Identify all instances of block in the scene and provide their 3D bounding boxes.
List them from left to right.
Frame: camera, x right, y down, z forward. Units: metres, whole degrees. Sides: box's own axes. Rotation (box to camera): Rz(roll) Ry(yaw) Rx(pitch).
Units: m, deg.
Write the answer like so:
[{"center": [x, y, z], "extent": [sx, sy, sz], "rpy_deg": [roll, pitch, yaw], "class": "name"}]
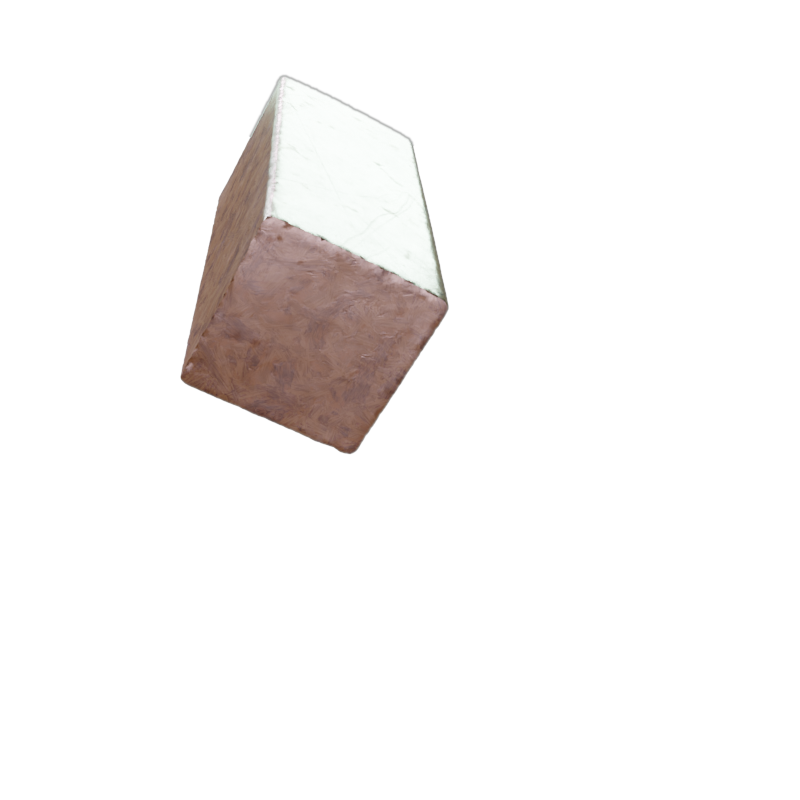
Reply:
[{"center": [-0.044, -0.081, 0.568], "extent": [0.087, 0.088, 0.219], "rpy_deg": [24, 26, -17], "class": "block"}]
